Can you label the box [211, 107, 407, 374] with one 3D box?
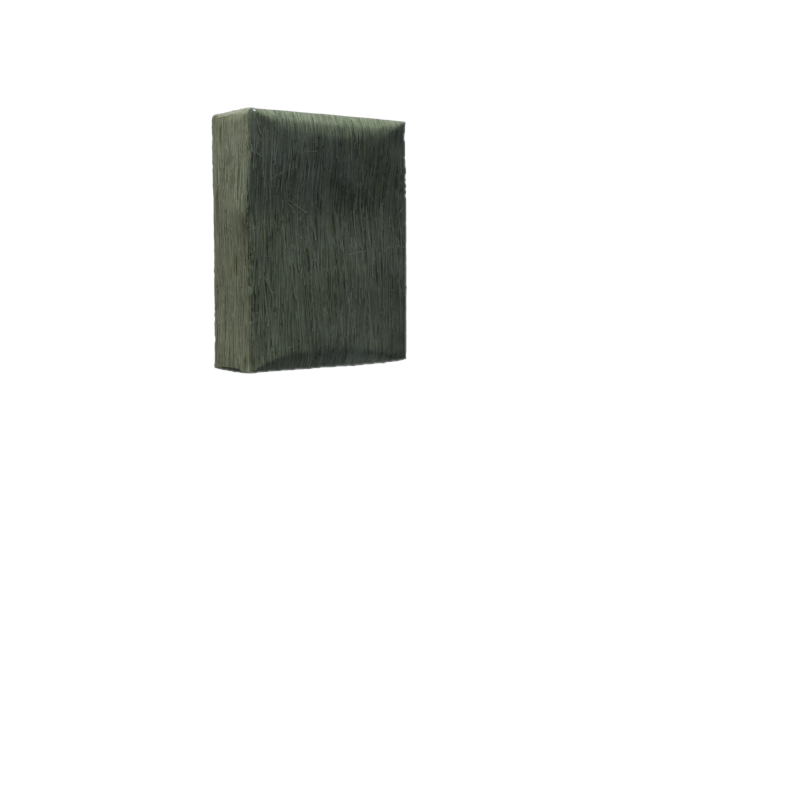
[{"bbox_3d":[-0.074,-0.135,0.943,0.158,0.214,0.074,-2,1,-36],"label":"box"}]
